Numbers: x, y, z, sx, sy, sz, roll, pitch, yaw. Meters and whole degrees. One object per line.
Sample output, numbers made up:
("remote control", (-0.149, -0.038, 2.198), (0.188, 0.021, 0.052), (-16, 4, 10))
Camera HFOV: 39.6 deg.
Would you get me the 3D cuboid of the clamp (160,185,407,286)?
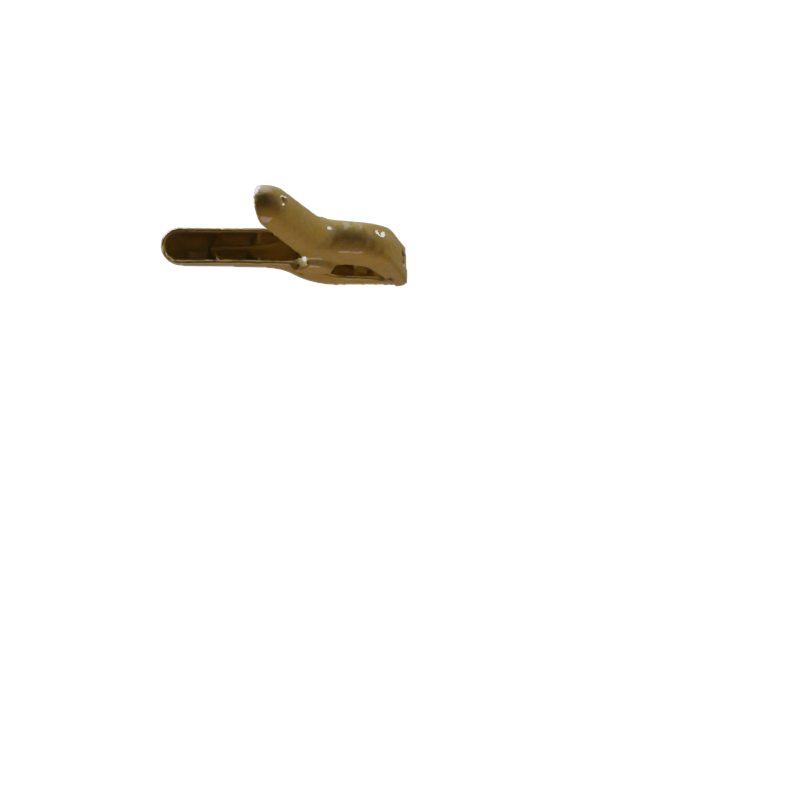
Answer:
("clamp", (-0.057, -0.103, 0.722), (0.165, 0.040, 0.122), (2, -5, -31))
